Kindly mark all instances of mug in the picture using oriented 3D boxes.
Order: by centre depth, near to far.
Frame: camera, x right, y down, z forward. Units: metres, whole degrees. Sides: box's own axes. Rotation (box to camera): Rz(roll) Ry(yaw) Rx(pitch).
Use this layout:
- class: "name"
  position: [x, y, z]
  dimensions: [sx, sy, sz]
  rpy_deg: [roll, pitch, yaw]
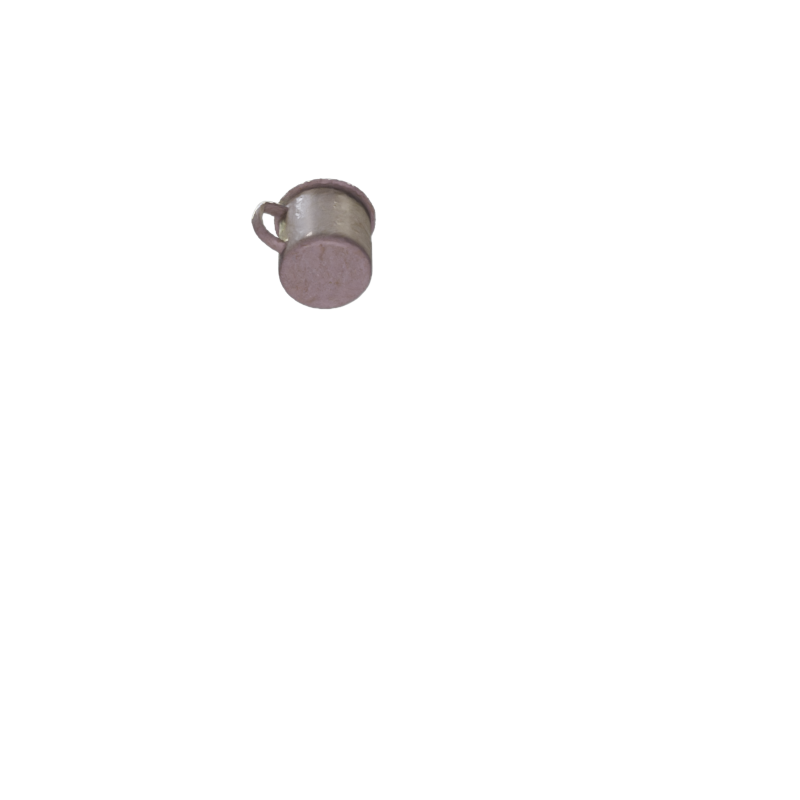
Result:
- class: "mug"
  position: [-0.076, -0.139, 0.973]
  dimensions: [0.112, 0.087, 0.090]
  rpy_deg: [24, -54, -21]
